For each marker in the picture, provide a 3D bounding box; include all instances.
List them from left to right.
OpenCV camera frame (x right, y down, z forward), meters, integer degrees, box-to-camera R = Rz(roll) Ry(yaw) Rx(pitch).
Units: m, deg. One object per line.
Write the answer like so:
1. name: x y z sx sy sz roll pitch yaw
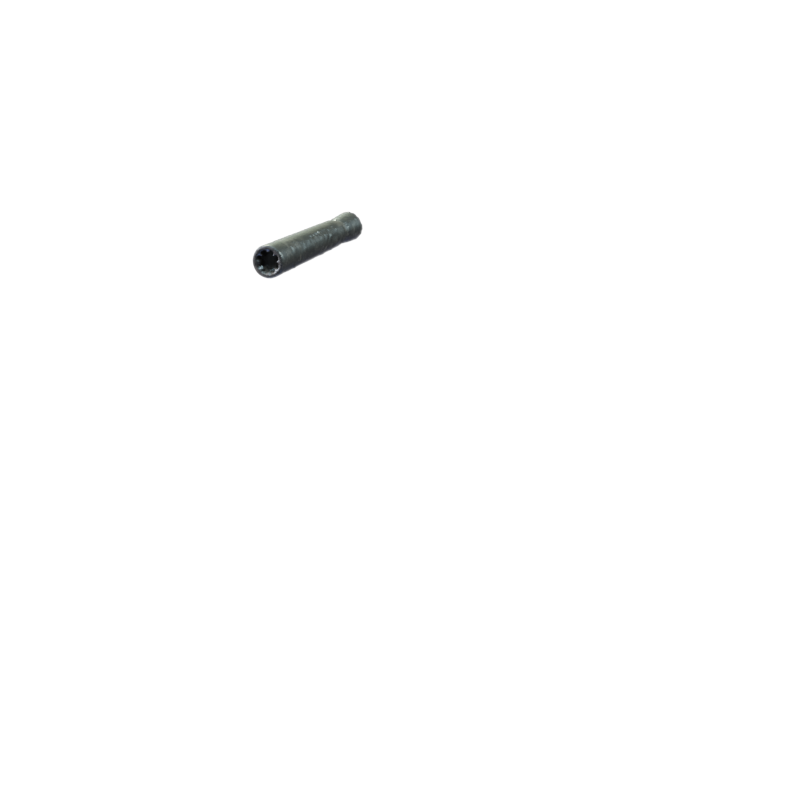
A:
1. marker: -0.051 -0.094 0.657 0.020 0.019 0.121 1 18 21
